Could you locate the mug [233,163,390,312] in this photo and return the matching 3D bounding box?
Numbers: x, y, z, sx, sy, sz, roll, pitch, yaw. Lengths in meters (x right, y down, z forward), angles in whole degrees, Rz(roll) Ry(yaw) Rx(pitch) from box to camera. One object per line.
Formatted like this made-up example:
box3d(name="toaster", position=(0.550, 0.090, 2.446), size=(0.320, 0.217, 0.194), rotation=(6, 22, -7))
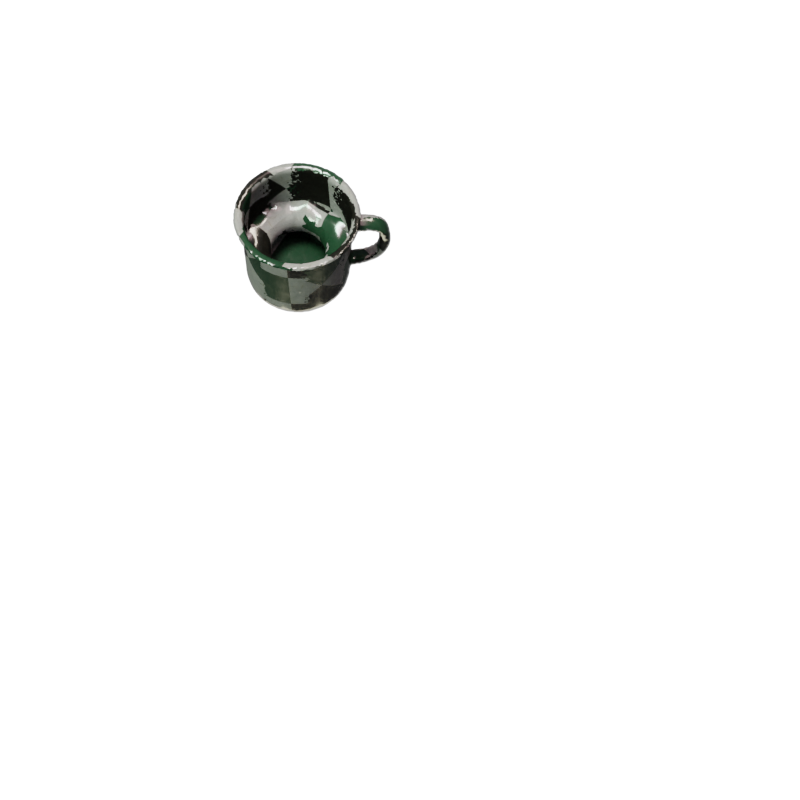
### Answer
box3d(name="mug", position=(-0.066, -0.120, 0.844), size=(0.116, 0.099, 0.077), rotation=(-6, -27, -4))
